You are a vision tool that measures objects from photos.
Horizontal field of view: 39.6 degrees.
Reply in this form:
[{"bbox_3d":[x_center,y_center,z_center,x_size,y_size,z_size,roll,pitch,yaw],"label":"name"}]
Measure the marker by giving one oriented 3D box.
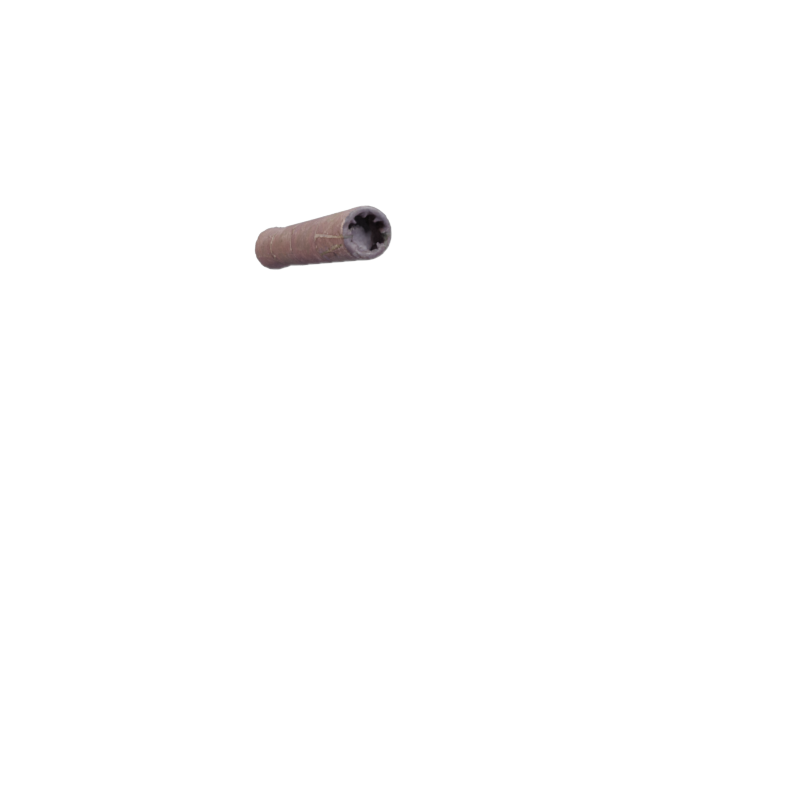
[{"bbox_3d":[-0.034,-0.062,0.434,0.019,0.020,0.124,-1,5,-21],"label":"marker"}]
